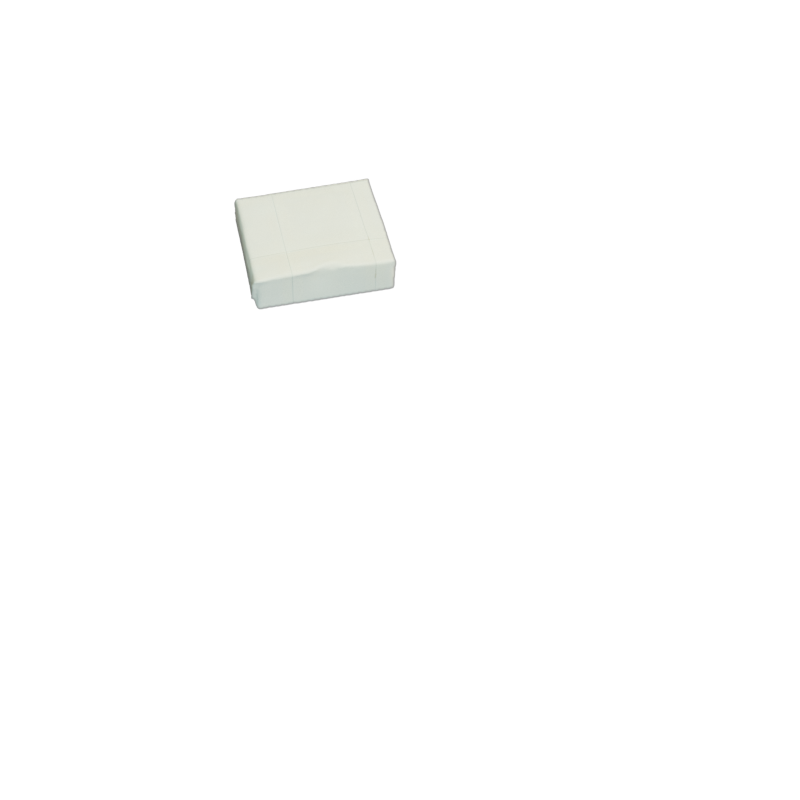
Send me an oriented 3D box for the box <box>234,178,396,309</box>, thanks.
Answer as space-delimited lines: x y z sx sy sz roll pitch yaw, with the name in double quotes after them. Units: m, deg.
-0.054 -0.098 0.689 0.088 0.079 0.028 -10 -39 -8 "box"
